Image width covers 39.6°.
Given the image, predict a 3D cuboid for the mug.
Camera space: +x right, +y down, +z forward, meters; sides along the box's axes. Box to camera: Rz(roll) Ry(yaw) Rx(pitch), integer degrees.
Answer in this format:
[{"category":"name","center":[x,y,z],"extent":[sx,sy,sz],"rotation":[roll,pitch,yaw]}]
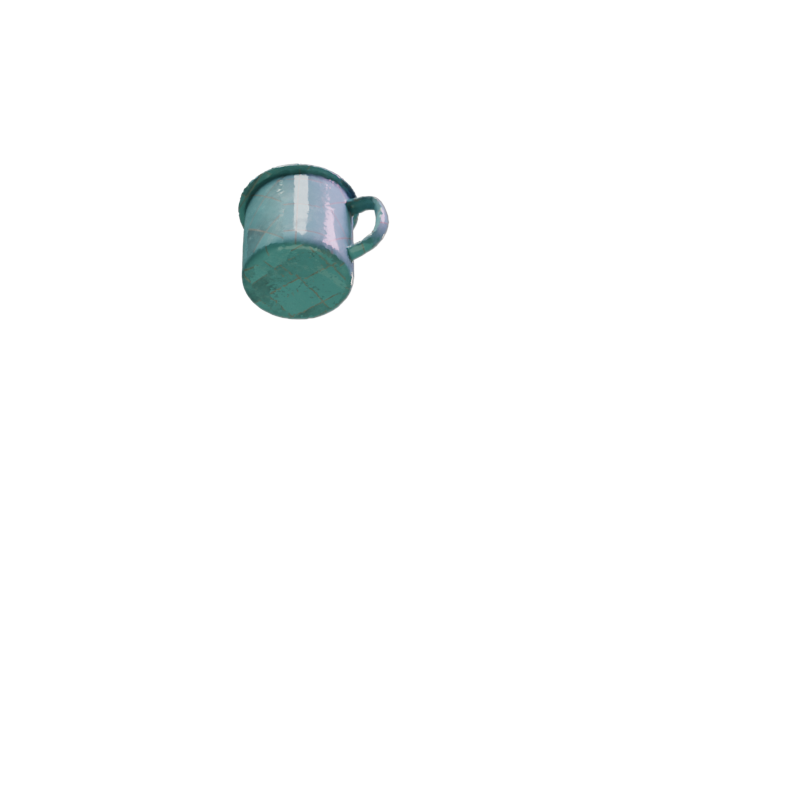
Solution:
[{"category":"mug","center":[-0.064,-0.117,0.819],"extent":[0.118,0.087,0.086],"rotation":[-14,-44,13]}]
